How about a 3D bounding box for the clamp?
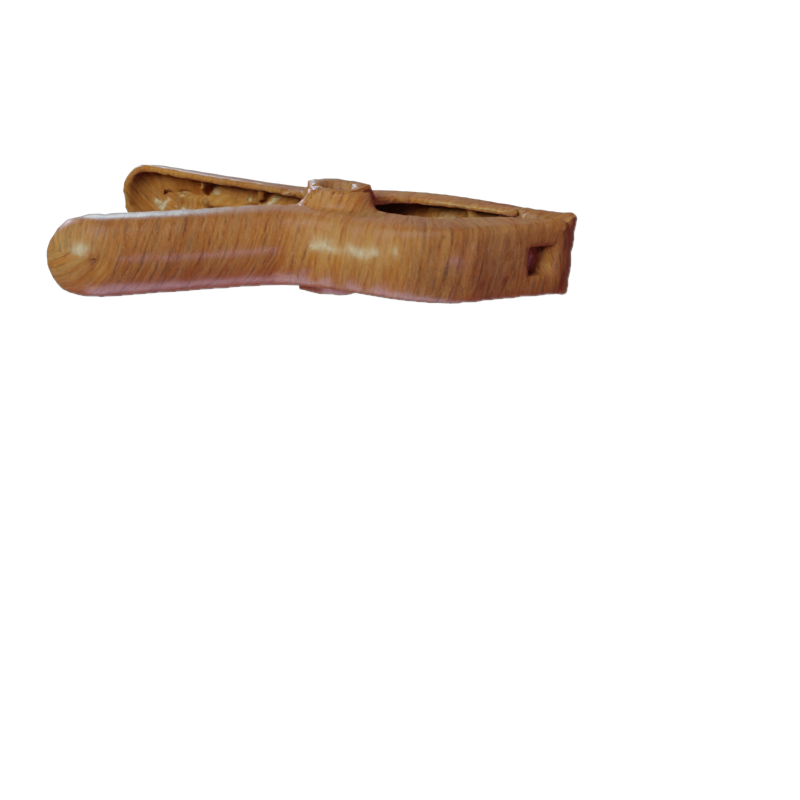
[{"bbox_3d":[-0.029,-0.053,0.369,0.174,0.037,0.124,4,25,9],"label":"clamp"}]
